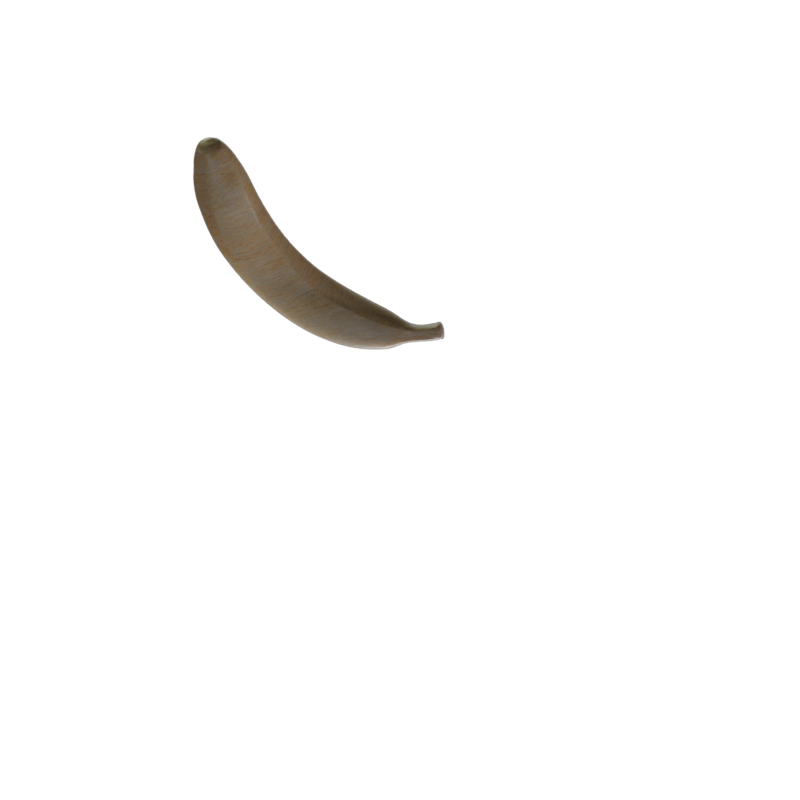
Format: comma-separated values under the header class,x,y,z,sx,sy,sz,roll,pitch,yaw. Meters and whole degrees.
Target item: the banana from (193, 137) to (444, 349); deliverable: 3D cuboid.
class,x,y,z,sx,sy,sz,roll,pitch,yaw
banana,-0.063,-0.083,0.671,0.187,0.039,0.069,36,-60,-26
